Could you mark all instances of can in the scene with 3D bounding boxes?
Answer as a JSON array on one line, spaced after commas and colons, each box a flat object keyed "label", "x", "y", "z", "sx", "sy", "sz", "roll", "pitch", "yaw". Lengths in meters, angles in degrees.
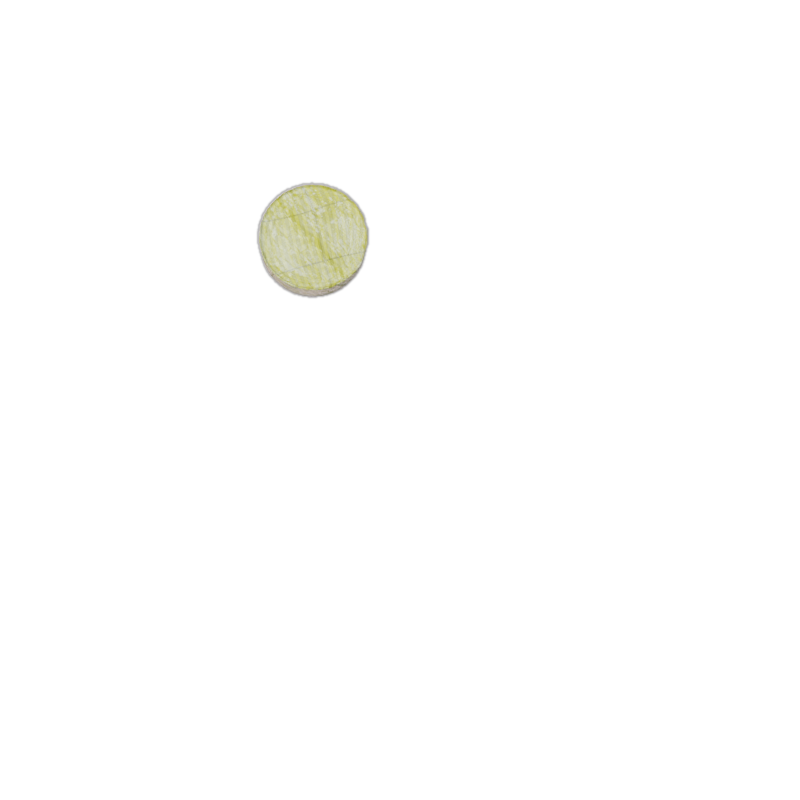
[{"label": "can", "x": -0.069, "y": -0.125, "z": 0.877, "sx": 0.086, "sy": 0.089, "sz": 0.032, "roll": 0, "pitch": -14, "yaw": -1}]
